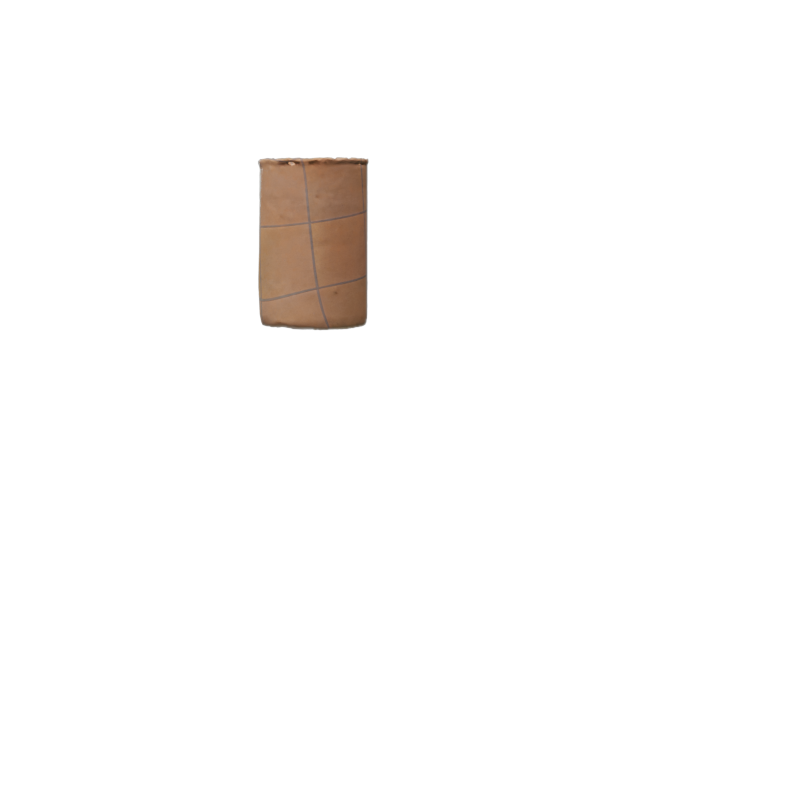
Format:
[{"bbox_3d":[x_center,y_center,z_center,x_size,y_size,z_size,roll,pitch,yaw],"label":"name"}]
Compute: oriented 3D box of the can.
[{"bbox_3d":[-0.053,-0.097,0.682,0.068,0.101,0.069,0,5,-2],"label":"can"}]
